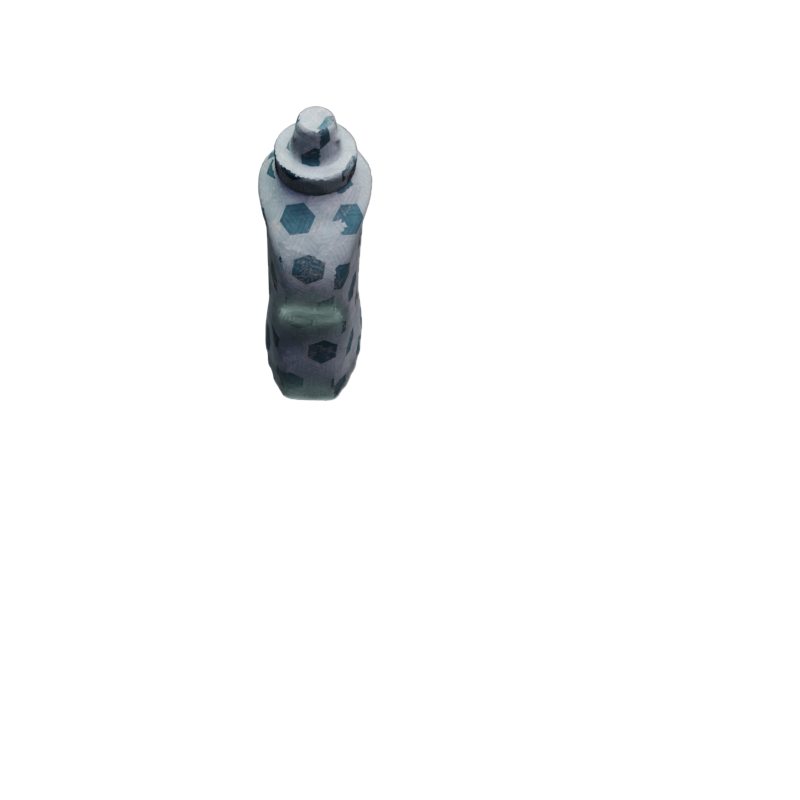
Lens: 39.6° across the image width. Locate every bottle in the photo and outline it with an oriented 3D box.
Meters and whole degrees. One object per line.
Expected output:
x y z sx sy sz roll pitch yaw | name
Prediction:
-0.046 -0.085 0.598 0.058 0.102 0.179 4 -33 -2 | bottle
